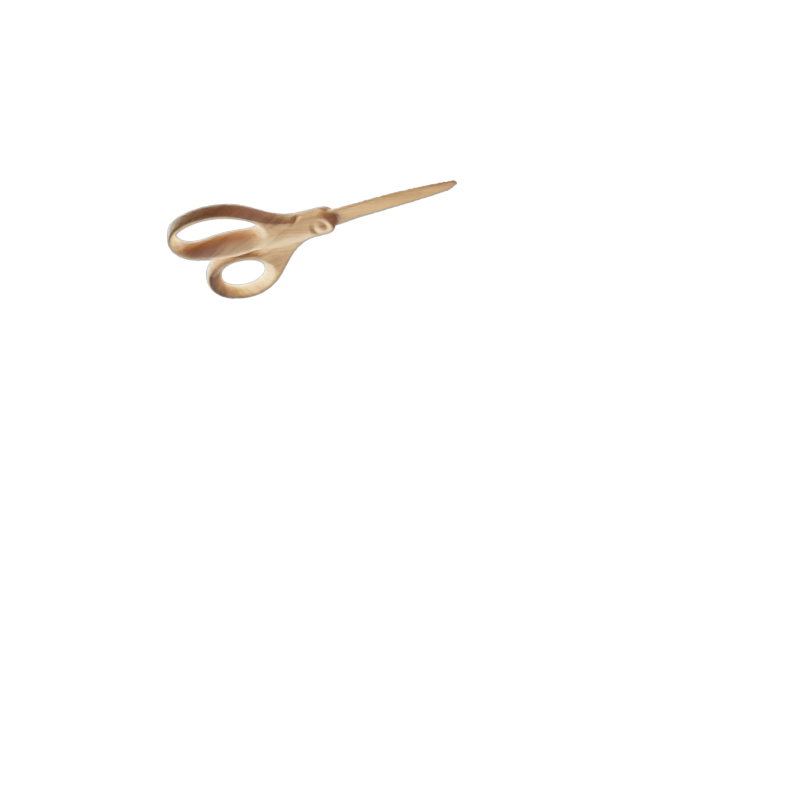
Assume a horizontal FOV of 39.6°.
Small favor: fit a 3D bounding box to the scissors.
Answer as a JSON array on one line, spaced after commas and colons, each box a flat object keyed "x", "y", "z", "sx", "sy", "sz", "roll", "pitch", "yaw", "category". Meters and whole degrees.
[{"x": -0.061, "y": -0.111, "z": 0.775, "sx": 0.203, "sy": 0.017, "sz": 0.089, "roll": -3, "pitch": -39, "yaw": 4, "category": "scissors"}]
